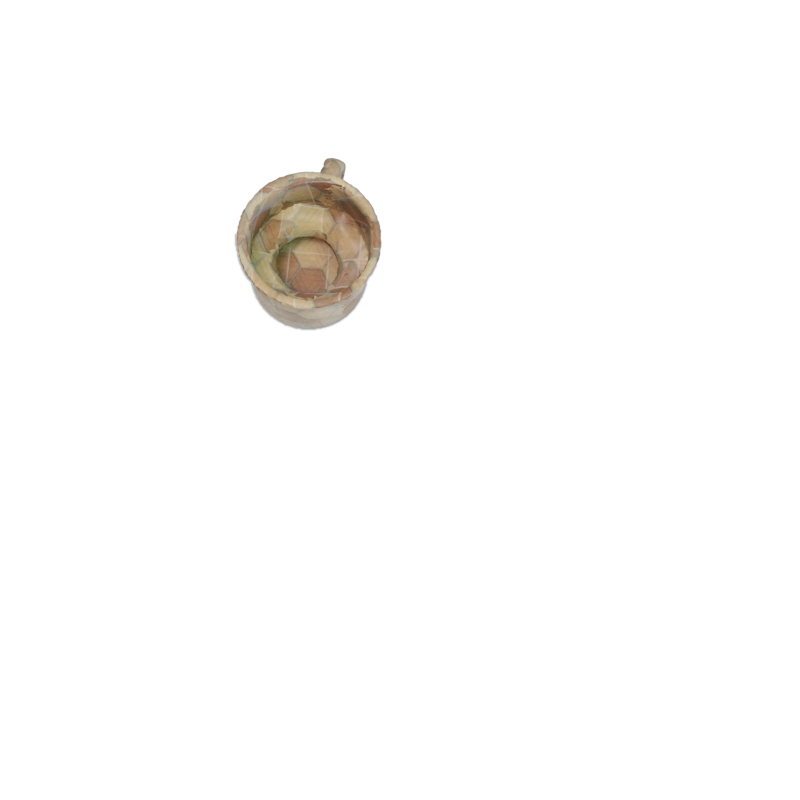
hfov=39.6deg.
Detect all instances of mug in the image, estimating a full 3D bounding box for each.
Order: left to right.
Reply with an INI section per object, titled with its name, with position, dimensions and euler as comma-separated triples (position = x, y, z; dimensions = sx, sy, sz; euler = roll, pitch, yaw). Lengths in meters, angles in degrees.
[mug]
position = -0.059, -0.107, 0.750
dimensions = 0.094, 0.121, 0.078
euler = 12, -16, 2
